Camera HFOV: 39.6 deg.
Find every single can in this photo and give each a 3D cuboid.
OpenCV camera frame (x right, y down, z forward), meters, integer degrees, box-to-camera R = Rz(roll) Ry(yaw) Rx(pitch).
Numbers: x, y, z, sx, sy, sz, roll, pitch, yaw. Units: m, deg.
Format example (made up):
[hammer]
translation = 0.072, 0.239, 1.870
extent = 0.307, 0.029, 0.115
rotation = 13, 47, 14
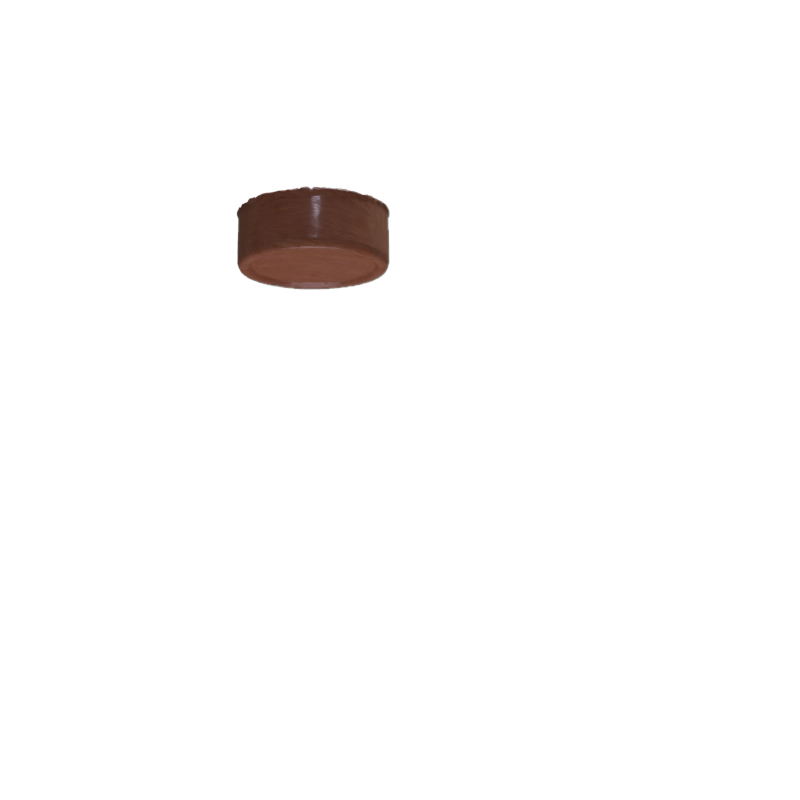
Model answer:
[can]
translation = -0.048, -0.088, 0.618
extent = 0.086, 0.035, 0.083
rotation = 0, -11, -2
